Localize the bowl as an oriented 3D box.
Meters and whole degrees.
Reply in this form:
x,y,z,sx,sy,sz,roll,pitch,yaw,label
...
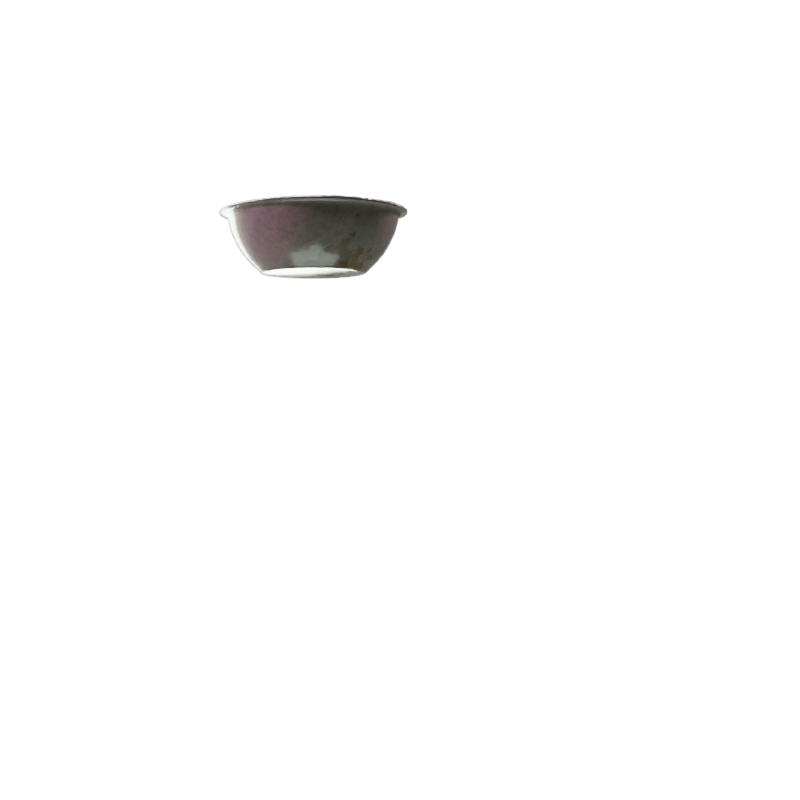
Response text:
x,y,z,sx,sy,sz,roll,pitch,yaw,label
-0.074,-0.136,0.951,0.162,0.056,0.161,0,-1,-2,bowl
